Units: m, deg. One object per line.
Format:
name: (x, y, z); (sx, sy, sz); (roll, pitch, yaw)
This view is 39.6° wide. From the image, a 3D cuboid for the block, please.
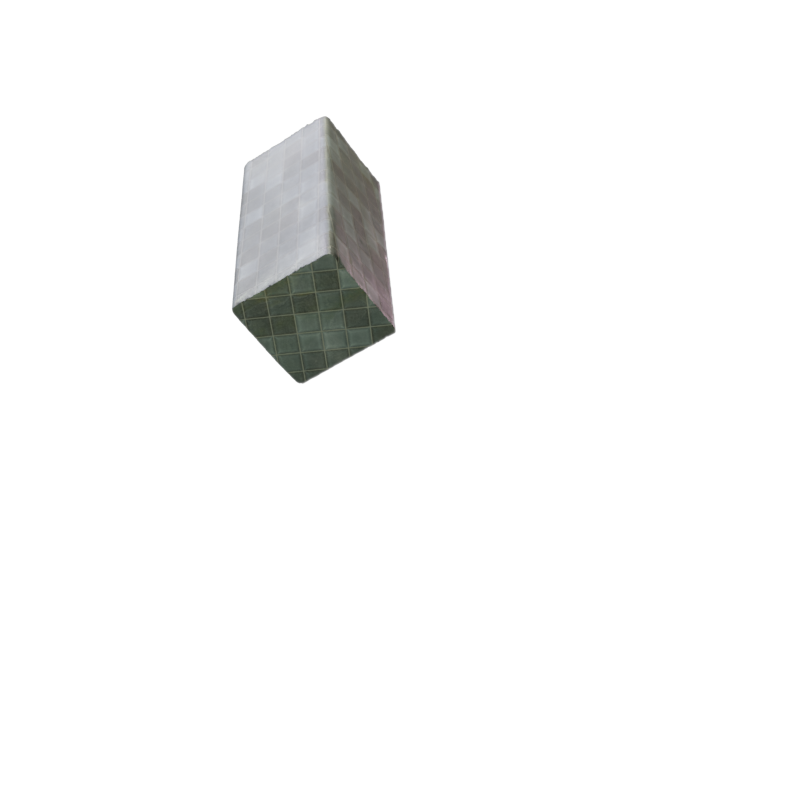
block: (-0.070, -0.127, 0.885); (0.091, 0.084, 0.221); (-29, 35, 18)
